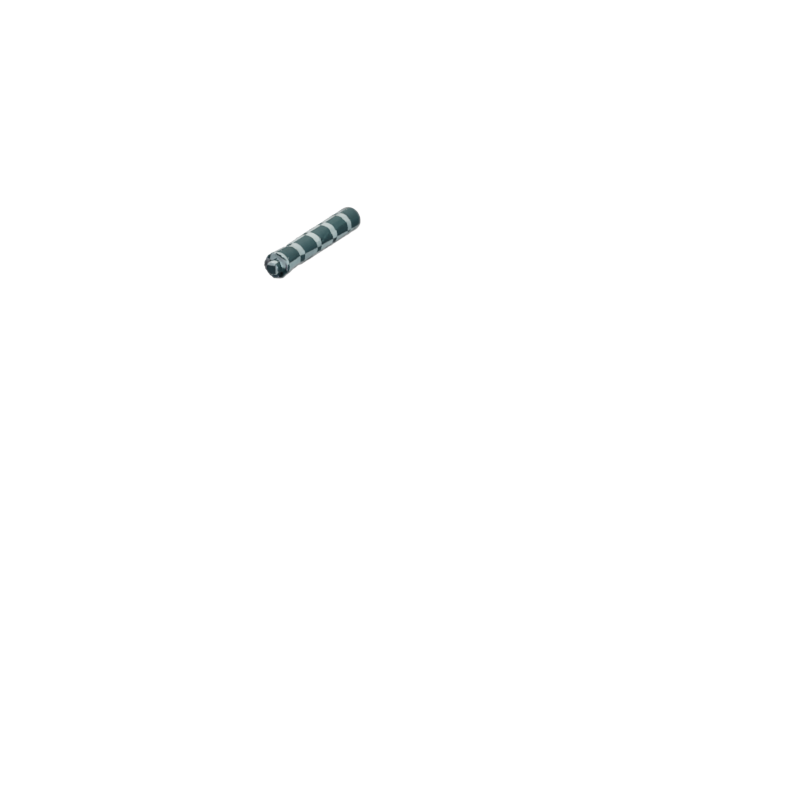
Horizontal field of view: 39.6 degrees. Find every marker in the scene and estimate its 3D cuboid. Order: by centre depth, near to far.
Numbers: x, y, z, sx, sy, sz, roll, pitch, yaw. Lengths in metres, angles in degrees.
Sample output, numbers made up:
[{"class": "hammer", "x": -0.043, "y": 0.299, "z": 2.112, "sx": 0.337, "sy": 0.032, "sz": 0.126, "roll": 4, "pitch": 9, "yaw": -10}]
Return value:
[{"class": "marker", "x": -0.062, "y": -0.113, "z": 0.795, "sx": 0.020, "sy": 0.019, "sz": 0.123, "roll": 1, "pitch": 25, "yaw": 25}]
